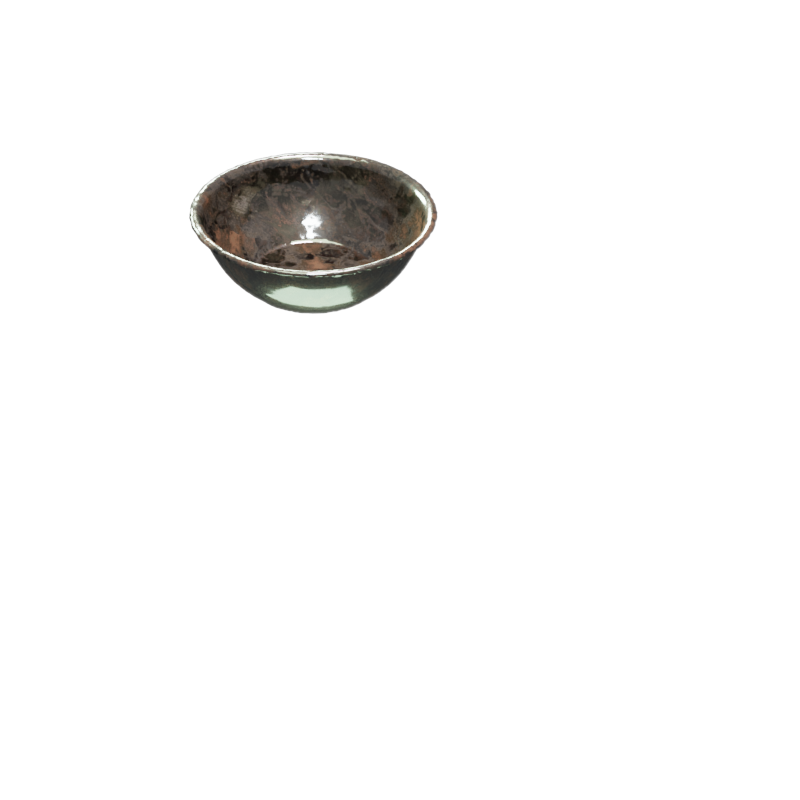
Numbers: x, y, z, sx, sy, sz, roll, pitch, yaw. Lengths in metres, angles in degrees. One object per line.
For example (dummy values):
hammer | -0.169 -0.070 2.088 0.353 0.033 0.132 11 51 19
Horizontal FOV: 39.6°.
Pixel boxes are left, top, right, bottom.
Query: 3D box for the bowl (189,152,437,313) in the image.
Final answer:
bowl | -0.058 -0.105 0.738 0.162 0.052 0.173 -1 36 -2
